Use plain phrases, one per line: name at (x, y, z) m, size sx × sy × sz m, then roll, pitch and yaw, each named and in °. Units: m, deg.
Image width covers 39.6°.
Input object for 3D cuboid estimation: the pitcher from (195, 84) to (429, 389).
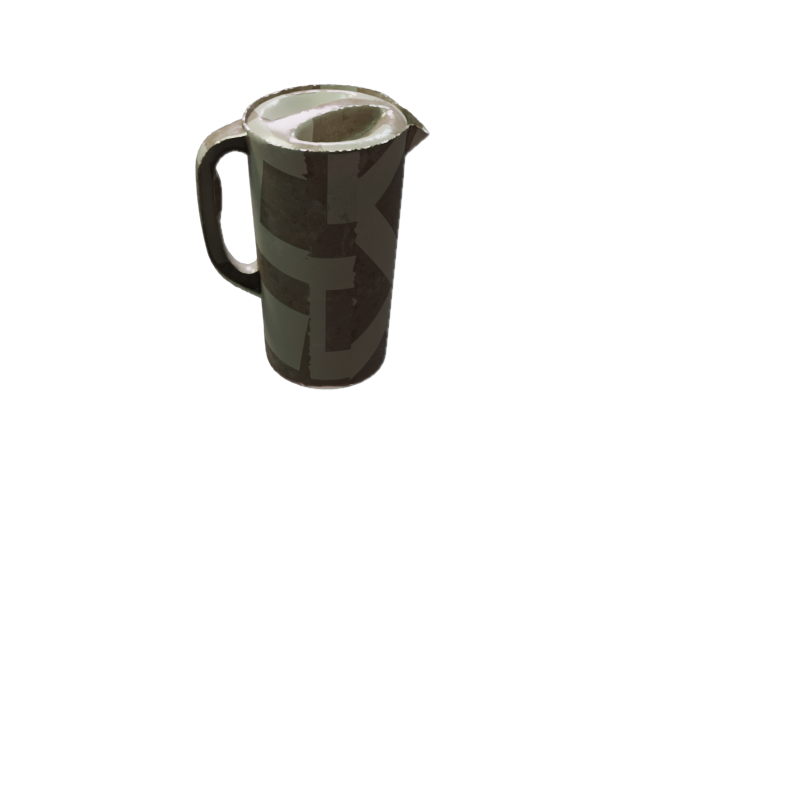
pitcher at (-0.073, -0.133, 0.930) m, size 0.157 × 0.228 × 0.147 m, roll 21°, pitch 37°, yaw 27°
